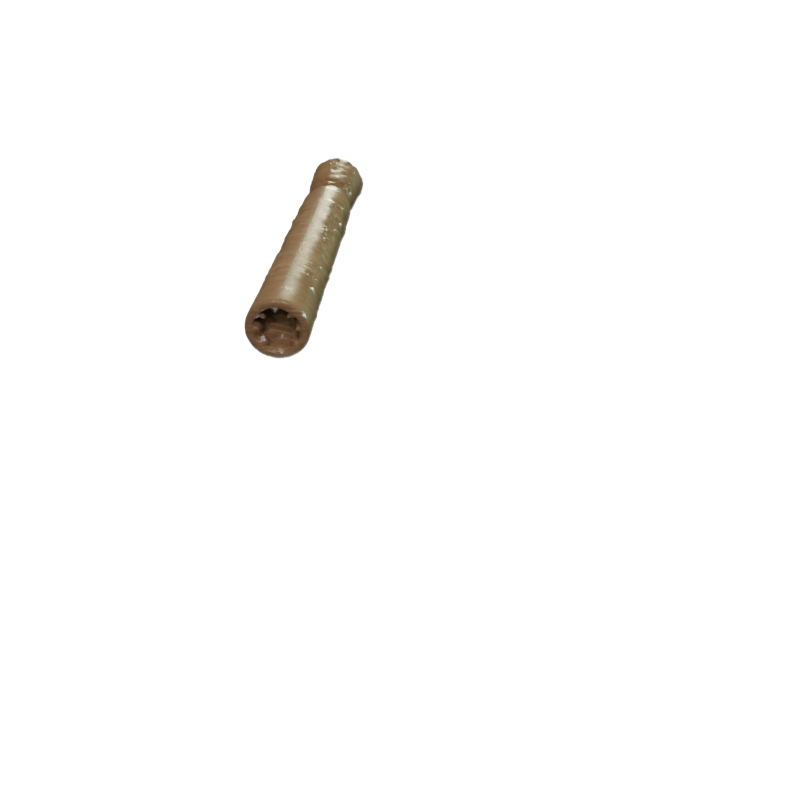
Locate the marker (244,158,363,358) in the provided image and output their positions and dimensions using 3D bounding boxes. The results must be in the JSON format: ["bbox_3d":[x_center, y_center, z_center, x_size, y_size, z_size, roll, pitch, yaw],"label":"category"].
[{"bbox_3d":[-0.028,-0.052,0.363,0.020,0.019,0.127,0,31,7],"label":"marker"}]
